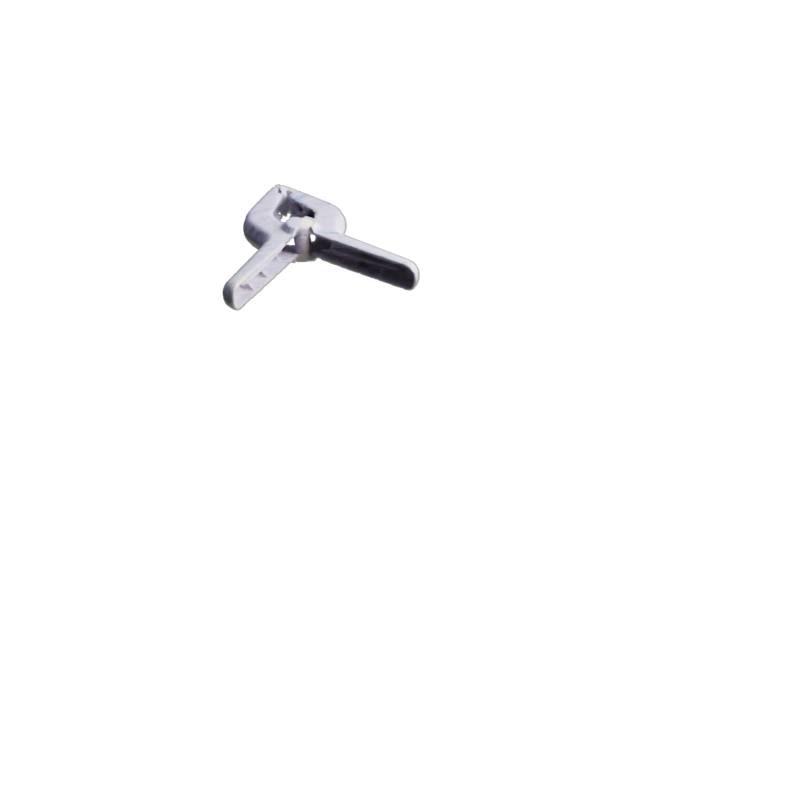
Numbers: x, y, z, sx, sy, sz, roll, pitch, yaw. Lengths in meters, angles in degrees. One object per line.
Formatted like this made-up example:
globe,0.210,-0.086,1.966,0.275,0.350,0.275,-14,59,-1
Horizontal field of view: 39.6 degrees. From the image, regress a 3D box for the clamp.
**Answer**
clamp,-0.077,-0.141,0.989,0.163,0.034,0.224,-4,32,-6
